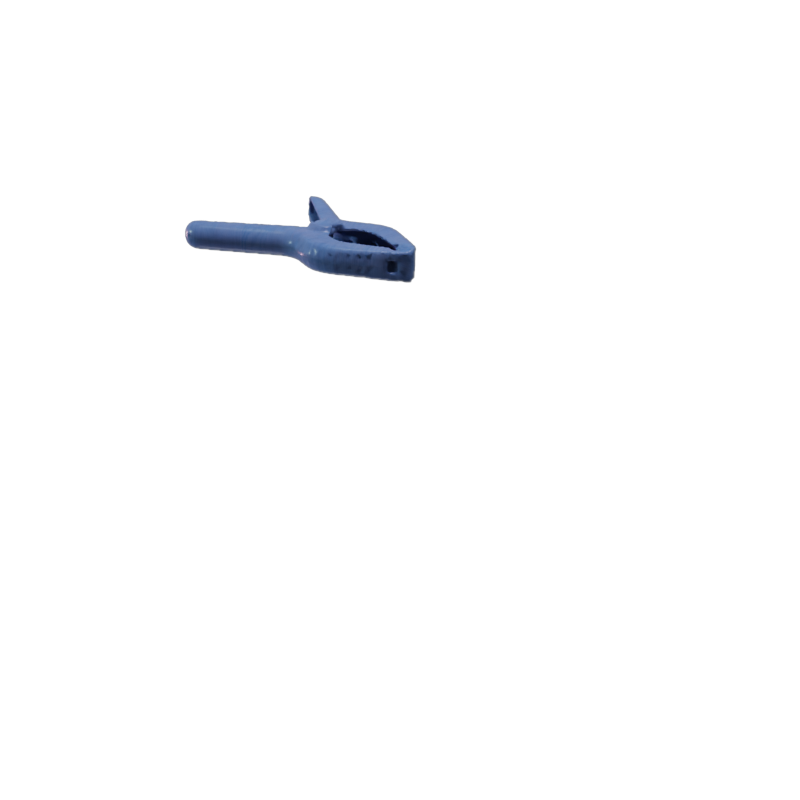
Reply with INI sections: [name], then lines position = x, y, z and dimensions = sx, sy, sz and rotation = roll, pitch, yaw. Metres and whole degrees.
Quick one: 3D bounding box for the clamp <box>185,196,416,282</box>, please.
[clamp]
position = -0.076, -0.138, 0.970
dimensions = 0.161, 0.035, 0.224
rotation = -18, 29, -35
